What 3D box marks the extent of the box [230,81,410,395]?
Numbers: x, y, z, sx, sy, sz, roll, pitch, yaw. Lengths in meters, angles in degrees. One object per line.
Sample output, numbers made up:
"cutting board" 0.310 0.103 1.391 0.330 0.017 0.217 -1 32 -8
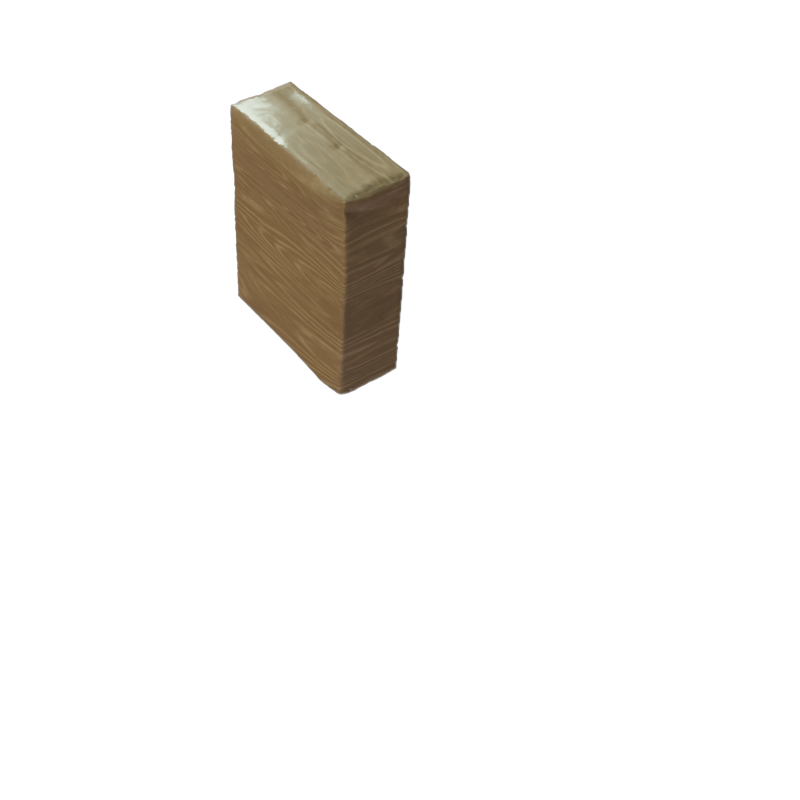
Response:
"box" -0.073 -0.133 0.935 0.071 0.199 0.177 -25 50 -27
